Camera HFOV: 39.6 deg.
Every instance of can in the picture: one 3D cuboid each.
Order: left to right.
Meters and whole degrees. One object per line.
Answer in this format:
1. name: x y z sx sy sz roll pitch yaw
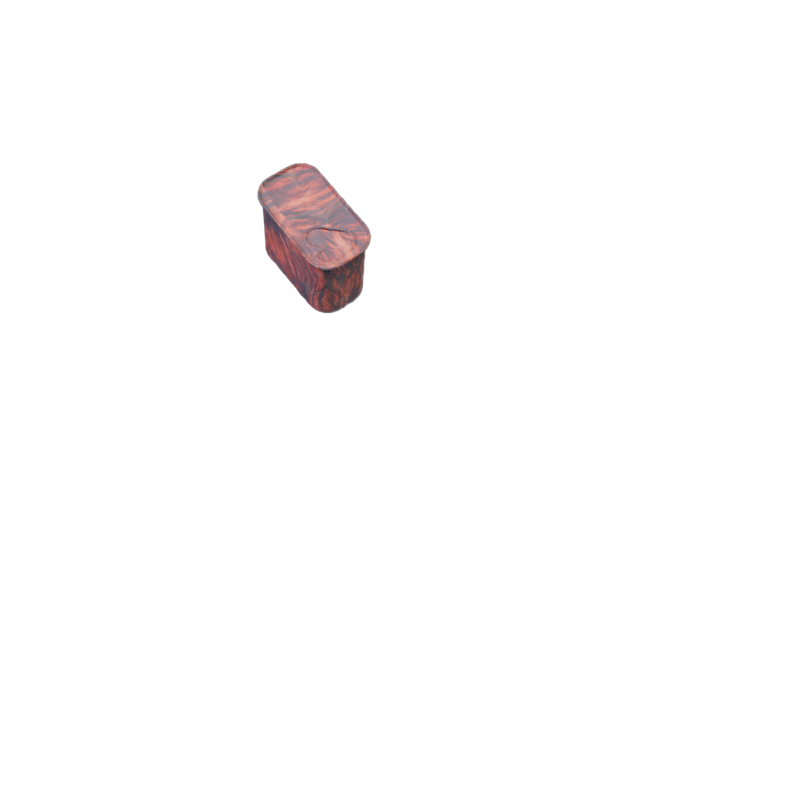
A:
1. can: -0.072 -0.131 0.917 0.058 0.108 0.079 -32 -23 -18
